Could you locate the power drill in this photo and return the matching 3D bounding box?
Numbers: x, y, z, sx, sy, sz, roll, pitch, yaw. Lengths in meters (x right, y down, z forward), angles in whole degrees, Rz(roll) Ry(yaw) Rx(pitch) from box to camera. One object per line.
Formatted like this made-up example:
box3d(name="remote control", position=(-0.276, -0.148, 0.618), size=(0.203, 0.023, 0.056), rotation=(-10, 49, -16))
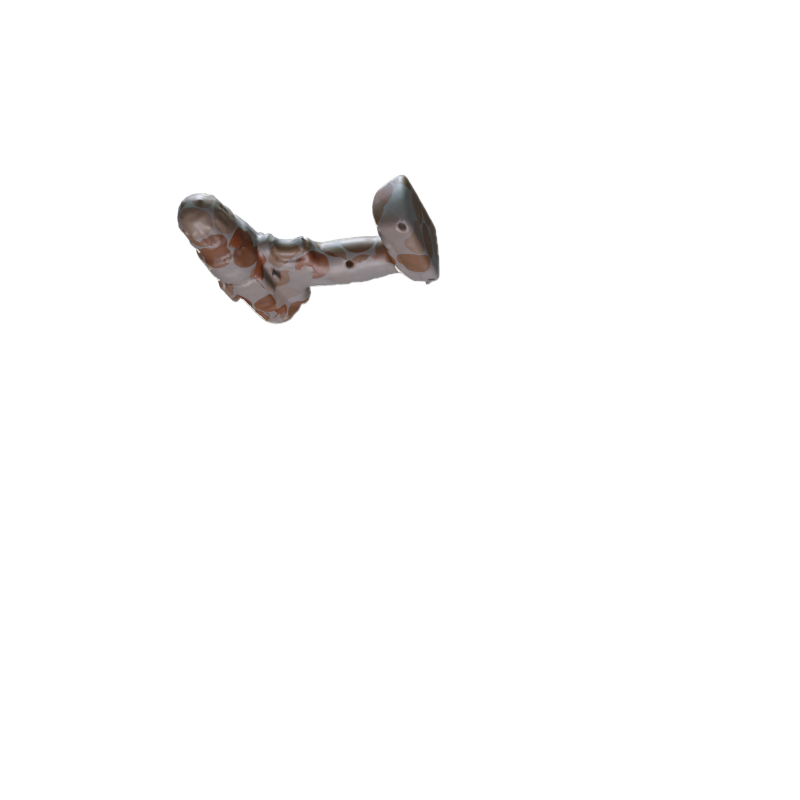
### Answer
box3d(name="power drill", position=(-0.072, -0.132, 0.926), size=(0.190, 0.061, 0.171), rotation=(-9, -25, 19))
